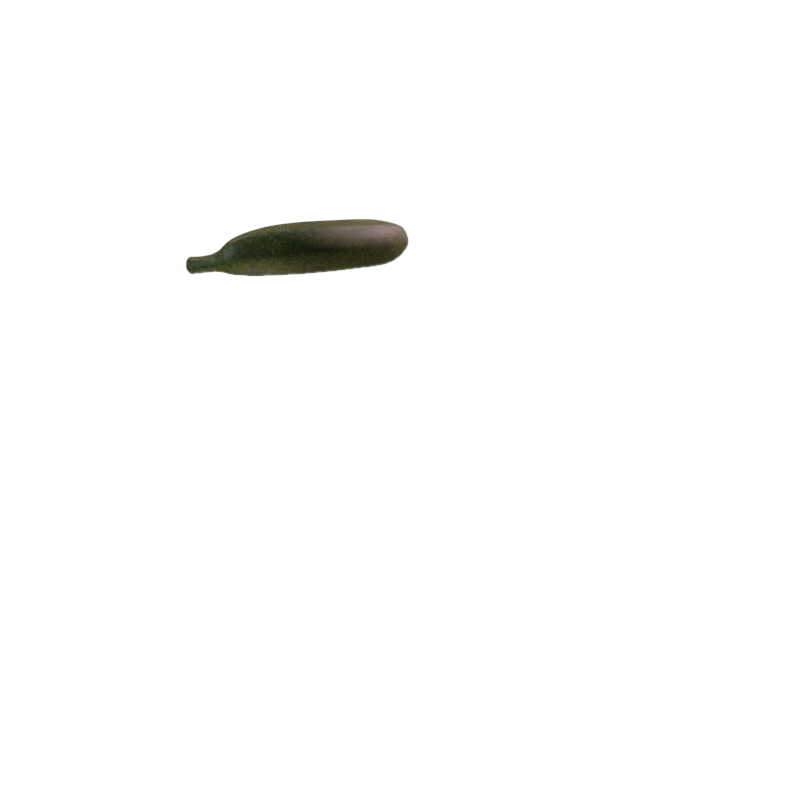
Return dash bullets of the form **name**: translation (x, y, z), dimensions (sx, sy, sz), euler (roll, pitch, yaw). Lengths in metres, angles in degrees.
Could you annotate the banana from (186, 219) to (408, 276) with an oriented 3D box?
- **banana**: translation (-0.056, -0.114, 0.809), dimensions (0.192, 0.036, 0.073), euler (-10, 16, -37)
